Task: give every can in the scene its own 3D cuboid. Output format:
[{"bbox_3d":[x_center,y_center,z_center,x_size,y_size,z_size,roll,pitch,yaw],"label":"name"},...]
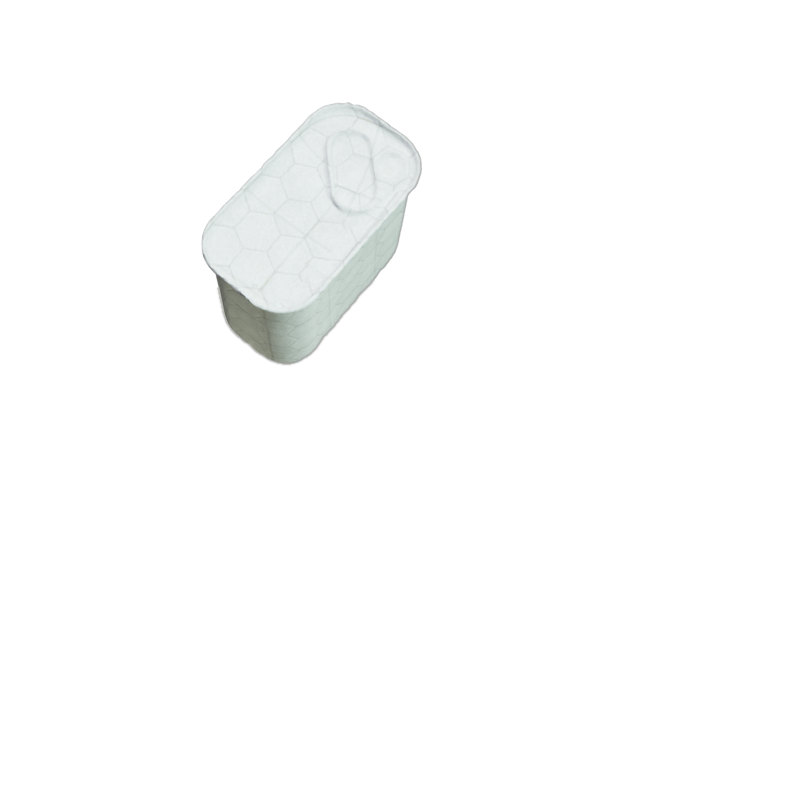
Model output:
[{"bbox_3d":[-0.040,-0.073,0.508,0.059,0.103,0.080,37,-17,9],"label":"can"}]
